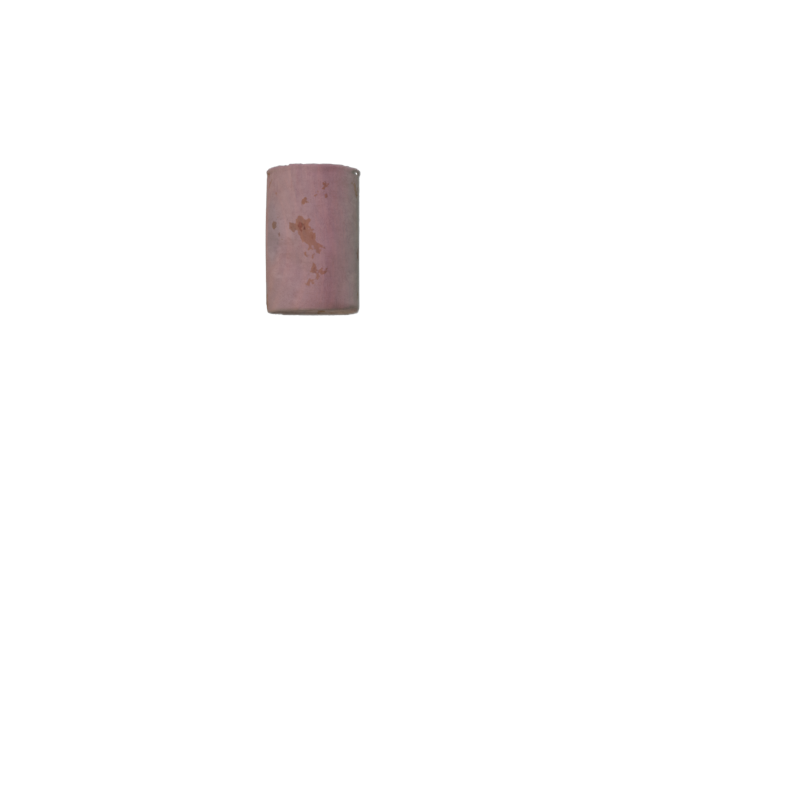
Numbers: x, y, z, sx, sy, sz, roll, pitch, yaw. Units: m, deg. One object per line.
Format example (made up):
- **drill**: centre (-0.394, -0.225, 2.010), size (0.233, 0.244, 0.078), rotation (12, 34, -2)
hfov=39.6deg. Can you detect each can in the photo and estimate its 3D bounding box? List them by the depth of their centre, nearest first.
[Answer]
- **can**: centre (-0.062, -0.113, 0.791), size (0.068, 0.104, 0.068), rotation (0, -5, -2)
